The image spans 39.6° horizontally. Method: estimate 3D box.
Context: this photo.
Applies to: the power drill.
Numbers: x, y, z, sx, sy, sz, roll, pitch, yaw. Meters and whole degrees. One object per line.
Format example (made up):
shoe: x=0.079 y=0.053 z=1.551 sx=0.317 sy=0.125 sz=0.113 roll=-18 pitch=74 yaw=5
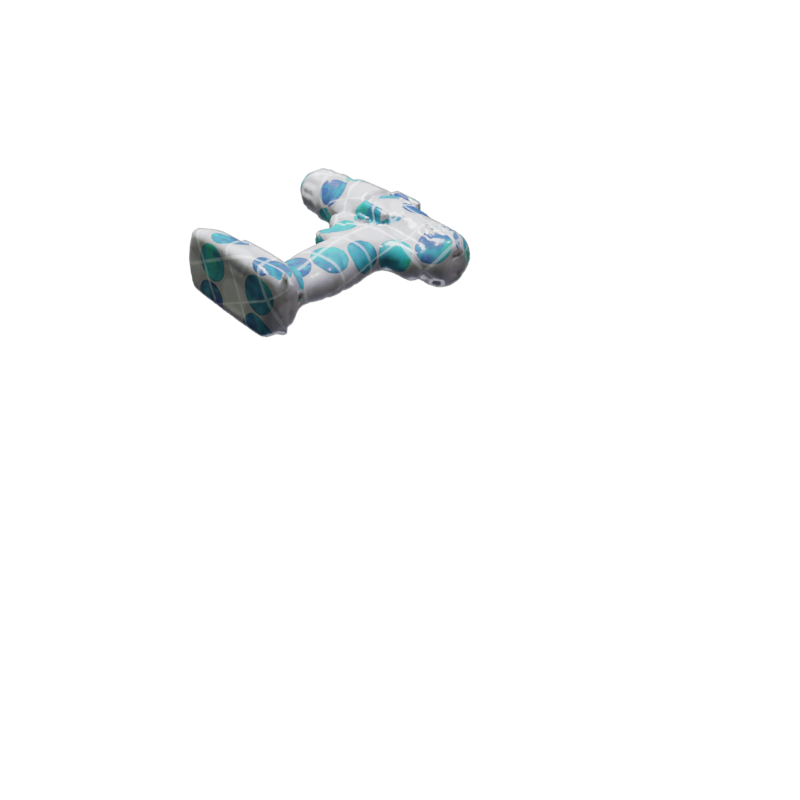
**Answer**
power drill: x=-0.068 y=-0.124 z=0.869 sx=0.186 sy=0.054 sz=0.198 roll=-24 pitch=40 yaw=-33
